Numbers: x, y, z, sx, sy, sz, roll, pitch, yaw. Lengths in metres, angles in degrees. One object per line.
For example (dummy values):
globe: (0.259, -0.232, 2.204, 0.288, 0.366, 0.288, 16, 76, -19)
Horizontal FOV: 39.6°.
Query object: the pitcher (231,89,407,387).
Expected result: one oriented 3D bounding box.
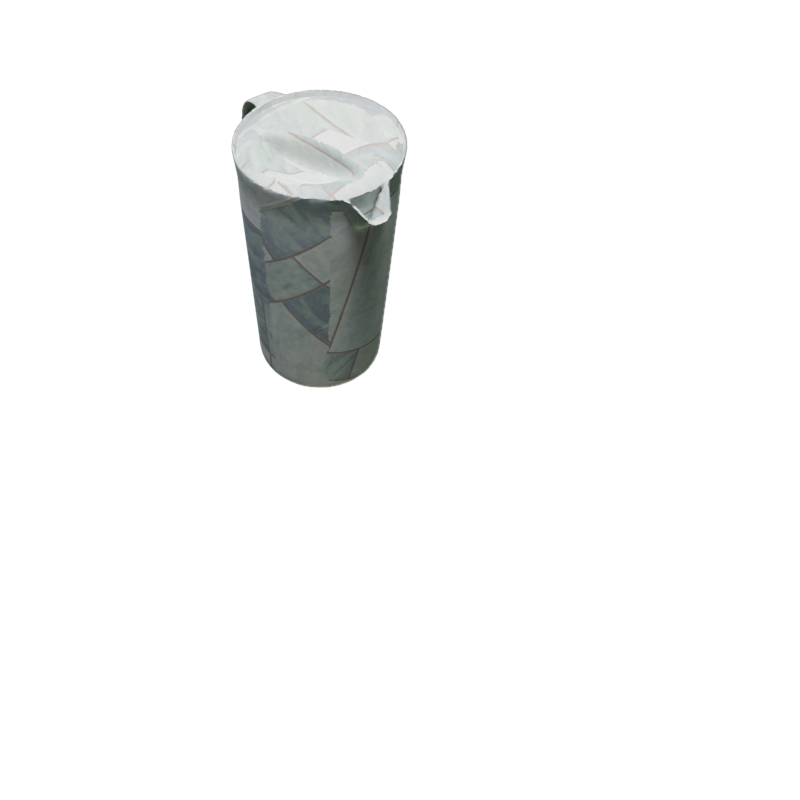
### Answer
pitcher: (-0.072, -0.132, 0.922, 0.146, 0.158, 0.226, 8, -42, 5)
